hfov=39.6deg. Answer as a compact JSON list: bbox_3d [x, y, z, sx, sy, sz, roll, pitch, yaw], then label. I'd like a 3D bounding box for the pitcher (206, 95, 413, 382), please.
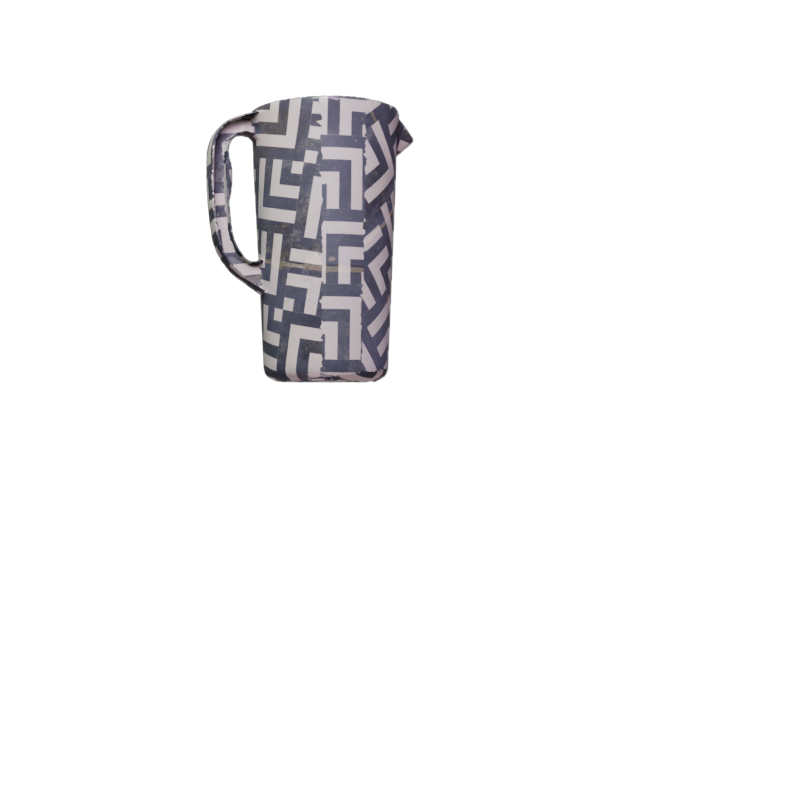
[{"bbox_3d":[-0.076,-0.138,0.969,0.153,0.247,0.139,-3,-7,22],"label":"pitcher"}]
